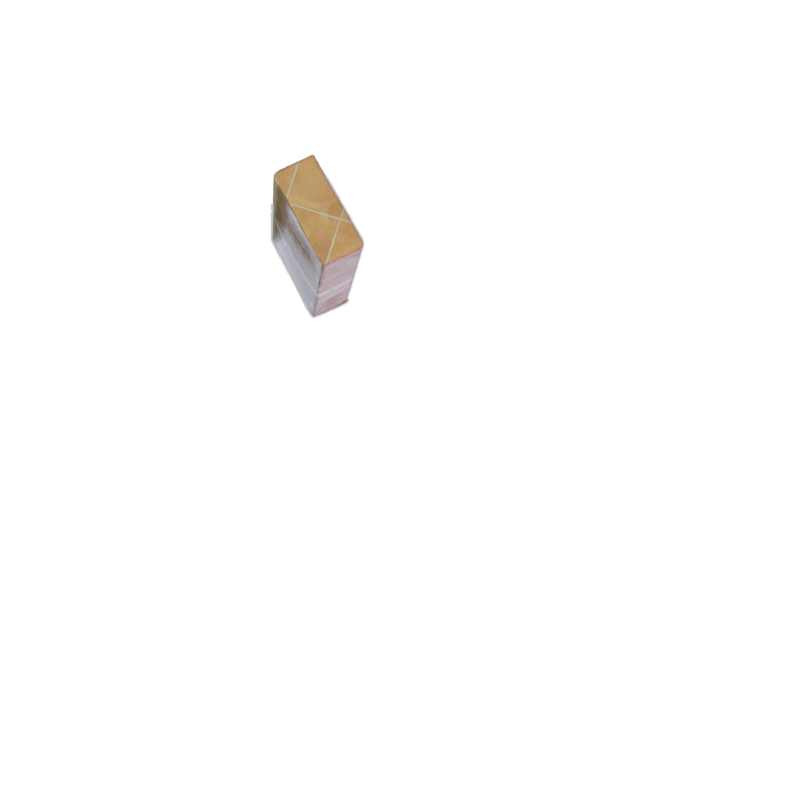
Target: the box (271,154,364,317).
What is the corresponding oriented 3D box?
[{"bbox_3d":[-0.078,-0.142,0.991,0.048,0.097,0.171,-27,-9,-8],"label":"box"}]
